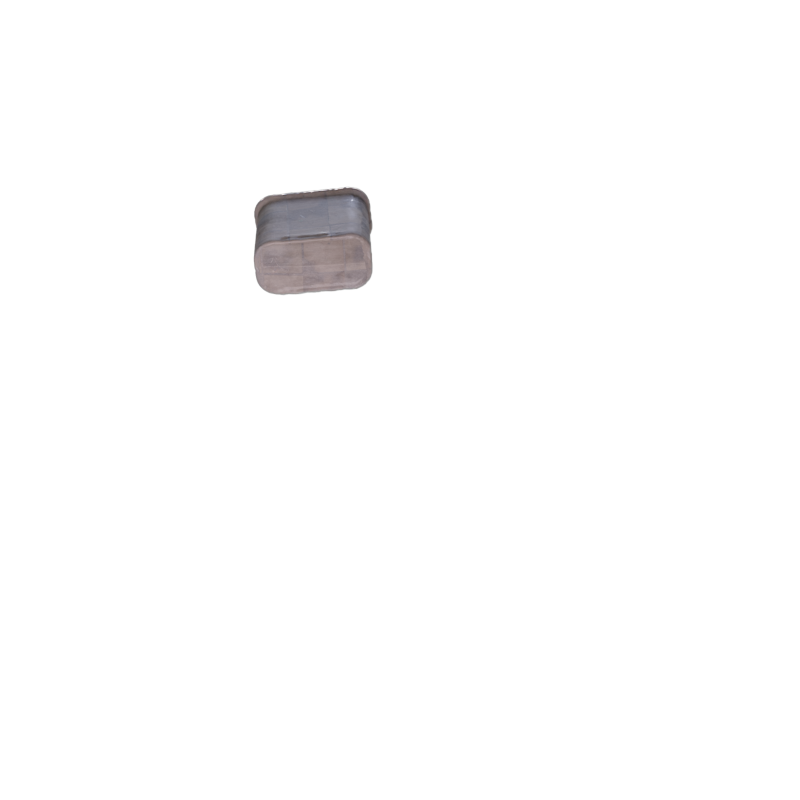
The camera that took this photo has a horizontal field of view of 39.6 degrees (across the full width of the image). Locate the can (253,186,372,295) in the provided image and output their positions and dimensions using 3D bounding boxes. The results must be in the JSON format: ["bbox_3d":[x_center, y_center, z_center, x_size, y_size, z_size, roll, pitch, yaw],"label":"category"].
[{"bbox_3d":[-0.073,-0.133,0.935,0.102,0.054,0.089,-6,33,2],"label":"can"}]
